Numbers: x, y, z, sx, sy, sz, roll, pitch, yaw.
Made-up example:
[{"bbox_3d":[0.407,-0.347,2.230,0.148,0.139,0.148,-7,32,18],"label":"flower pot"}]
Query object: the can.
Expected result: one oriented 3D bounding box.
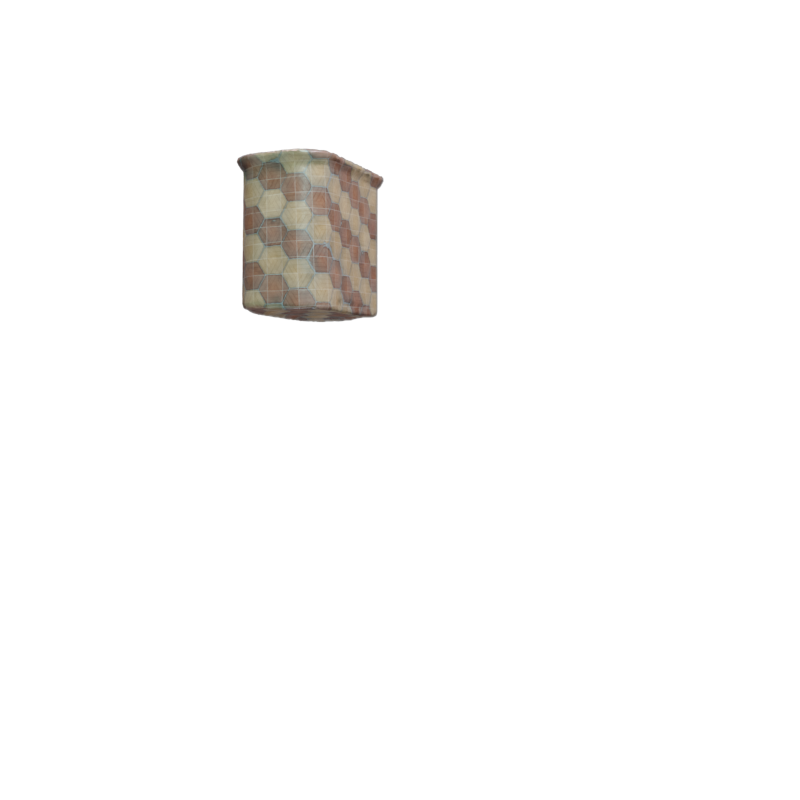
[{"bbox_3d":[-0.049,-0.089,0.622,0.059,0.085,0.098,-3,-4,22],"label":"can"}]
